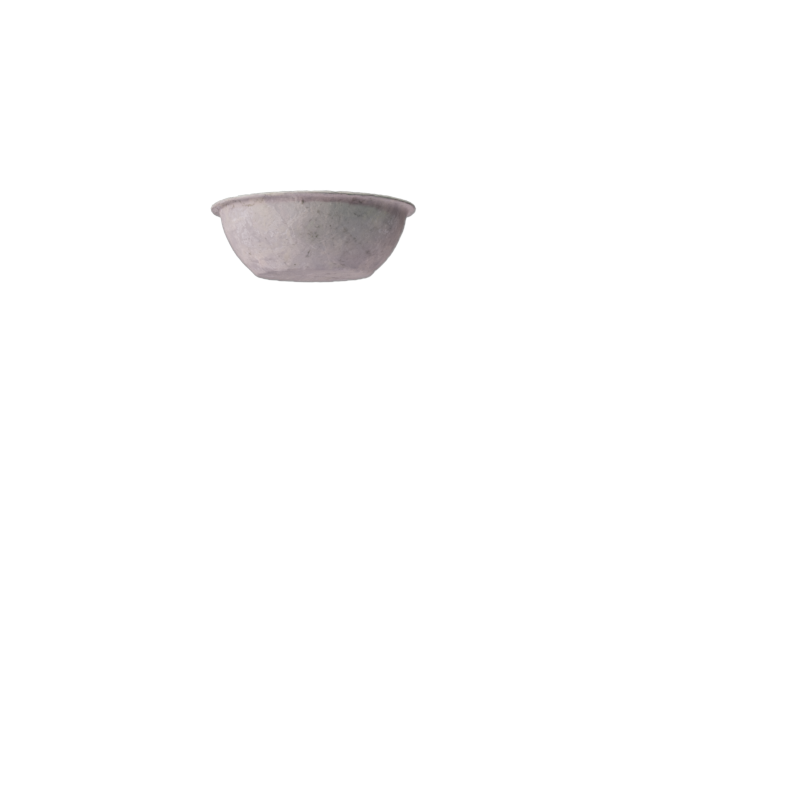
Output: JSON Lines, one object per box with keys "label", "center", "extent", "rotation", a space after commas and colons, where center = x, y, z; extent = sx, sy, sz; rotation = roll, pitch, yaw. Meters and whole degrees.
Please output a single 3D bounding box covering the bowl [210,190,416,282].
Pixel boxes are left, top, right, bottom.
{"label": "bowl", "center": [-0.068, -0.124, 0.870], "extent": [0.162, 0.056, 0.161], "rotation": [0, -1, -2]}
